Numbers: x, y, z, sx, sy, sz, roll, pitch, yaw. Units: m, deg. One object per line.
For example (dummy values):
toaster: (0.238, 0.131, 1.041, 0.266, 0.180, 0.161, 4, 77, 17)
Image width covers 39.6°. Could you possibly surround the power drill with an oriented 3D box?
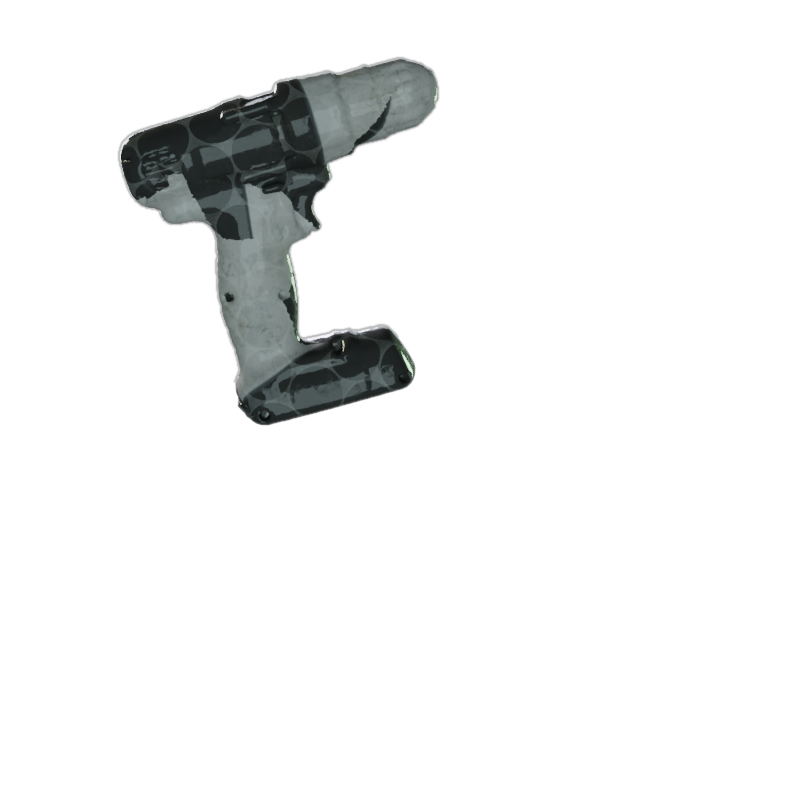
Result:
power drill: (-0.050, -0.092, 0.642, 0.185, 0.182, 0.059, -15, 12, 3)
